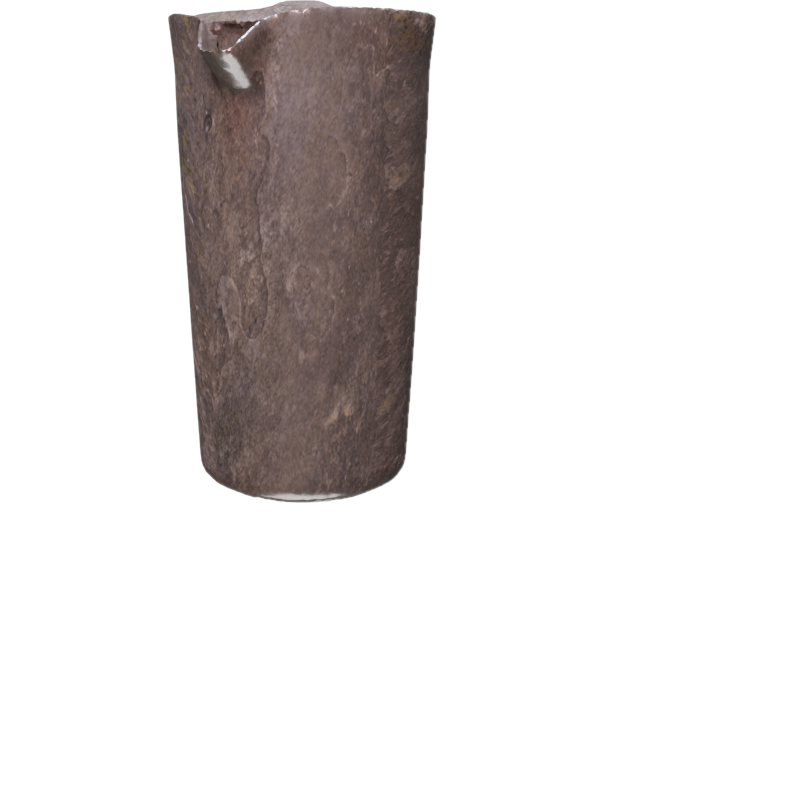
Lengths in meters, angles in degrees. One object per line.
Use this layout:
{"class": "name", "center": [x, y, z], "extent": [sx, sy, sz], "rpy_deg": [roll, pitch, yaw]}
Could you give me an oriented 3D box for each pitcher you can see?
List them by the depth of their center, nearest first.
{"class": "pitcher", "center": [-0.045, -0.083, 0.578], "extent": [0.146, 0.238, 0.152], "rpy_deg": [-3, 11, -21]}
